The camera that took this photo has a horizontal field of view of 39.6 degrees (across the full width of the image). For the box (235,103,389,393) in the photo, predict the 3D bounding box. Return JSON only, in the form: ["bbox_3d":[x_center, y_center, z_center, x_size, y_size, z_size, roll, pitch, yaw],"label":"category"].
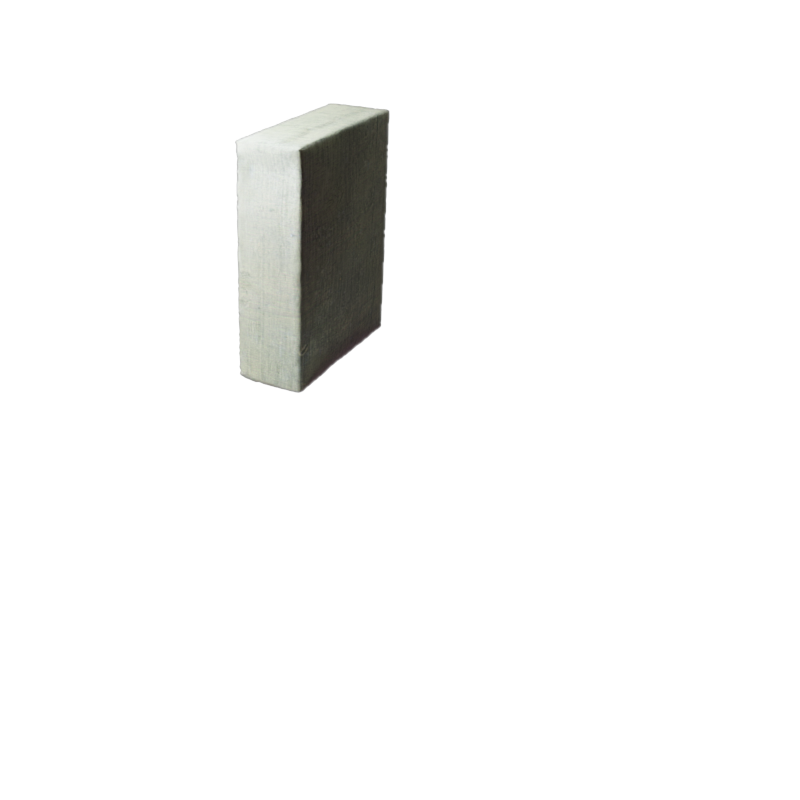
[{"bbox_3d":[-0.076,-0.139,0.972,0.075,0.204,0.166,11,24,23],"label":"box"}]
